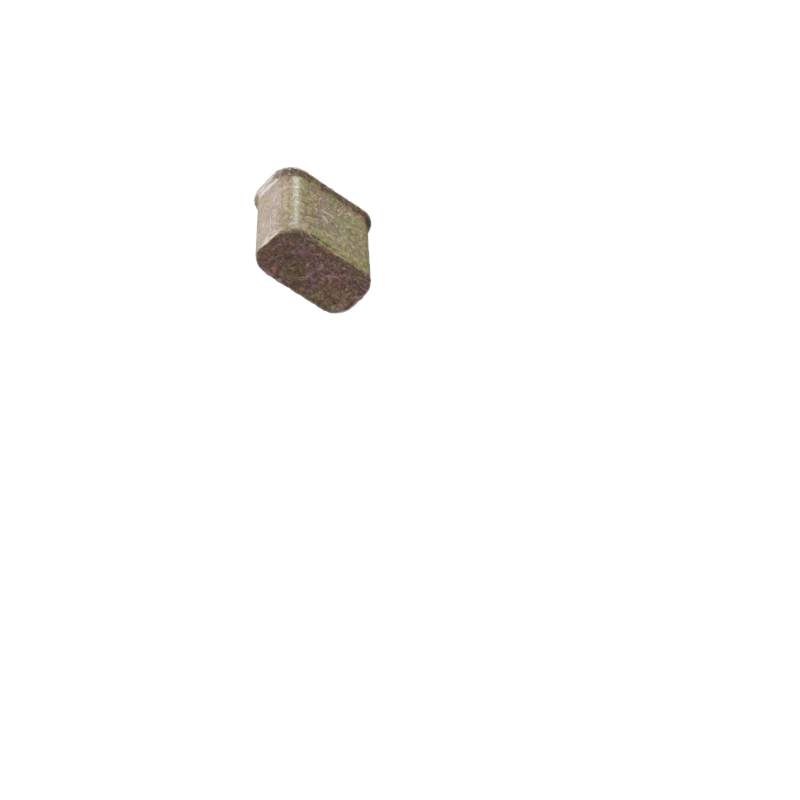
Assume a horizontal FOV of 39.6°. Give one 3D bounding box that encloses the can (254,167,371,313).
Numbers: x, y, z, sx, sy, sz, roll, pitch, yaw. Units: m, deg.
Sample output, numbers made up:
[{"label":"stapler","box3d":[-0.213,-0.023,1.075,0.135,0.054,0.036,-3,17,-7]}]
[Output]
[{"label":"can","box3d":[-0.071,-0.130,0.912,0.097,0.090,0.056,31,-56,-26]}]
